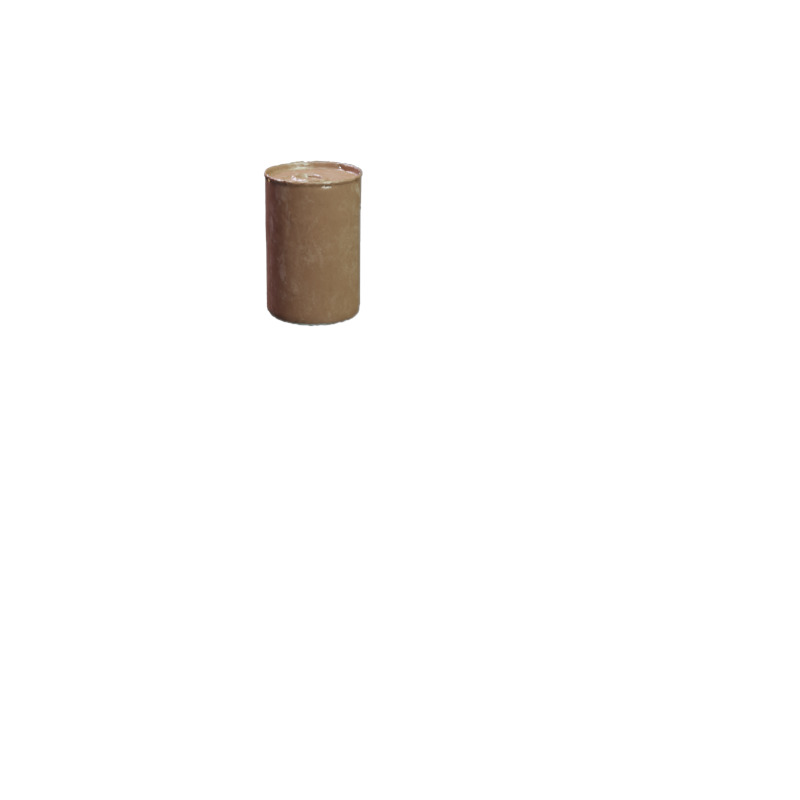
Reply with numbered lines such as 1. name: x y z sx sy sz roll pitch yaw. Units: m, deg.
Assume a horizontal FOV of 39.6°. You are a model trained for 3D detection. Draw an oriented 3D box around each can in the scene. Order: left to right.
1. can: -0.061 -0.111 0.776 0.068 0.098 0.072 0 19 -2
